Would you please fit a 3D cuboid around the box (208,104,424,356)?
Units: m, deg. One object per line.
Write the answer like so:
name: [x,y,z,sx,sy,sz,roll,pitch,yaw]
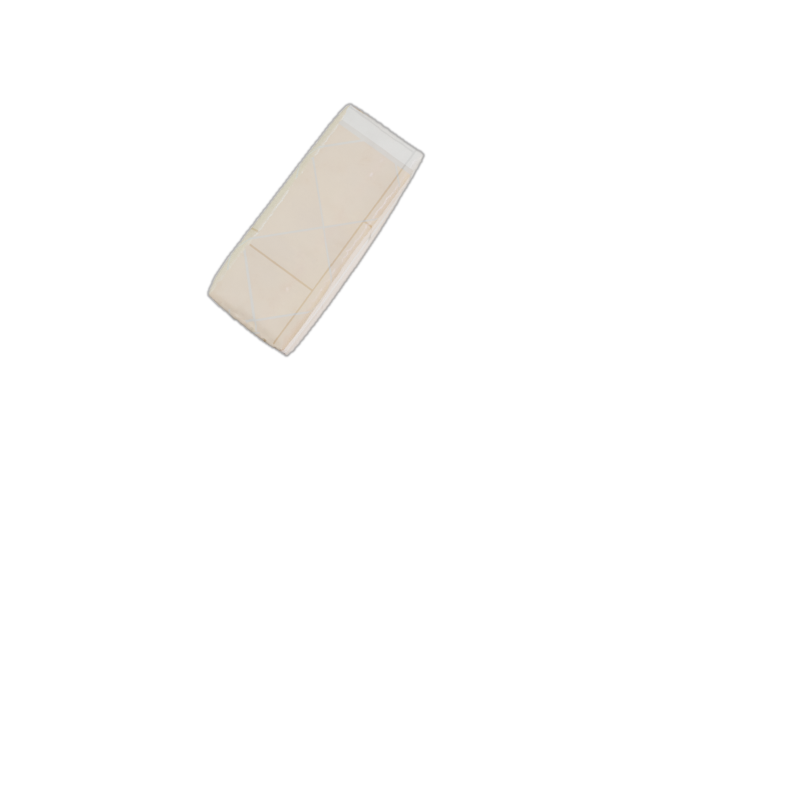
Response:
box: [-0.065,-0.119,0.832,0.072,0.165,0.213,36,-3,-4]
